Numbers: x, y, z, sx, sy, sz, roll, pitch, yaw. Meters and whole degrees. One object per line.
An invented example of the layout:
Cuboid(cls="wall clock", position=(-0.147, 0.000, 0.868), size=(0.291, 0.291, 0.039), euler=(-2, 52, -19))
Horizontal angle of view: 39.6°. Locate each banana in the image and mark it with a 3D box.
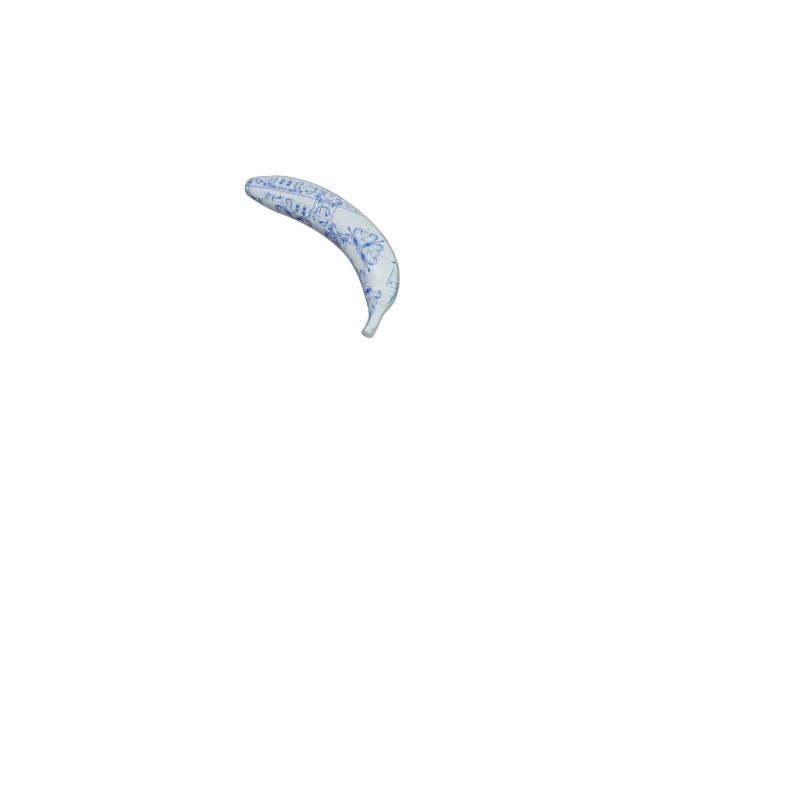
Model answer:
Cuboid(cls="banana", position=(-0.058, -0.144, 0.970), size=(0.069, 0.212, 0.034), euler=(-29, -31, -20))
